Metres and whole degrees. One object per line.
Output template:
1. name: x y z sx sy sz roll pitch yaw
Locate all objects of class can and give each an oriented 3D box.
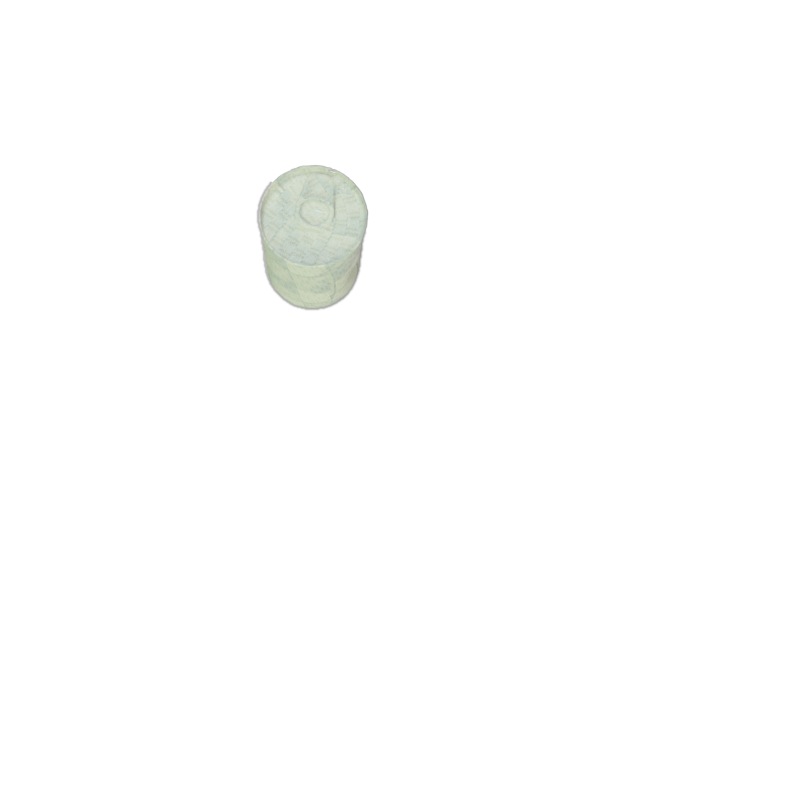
1. can: -0.057 -0.105 0.732 0.068 0.071 0.099 0 -14 -3
